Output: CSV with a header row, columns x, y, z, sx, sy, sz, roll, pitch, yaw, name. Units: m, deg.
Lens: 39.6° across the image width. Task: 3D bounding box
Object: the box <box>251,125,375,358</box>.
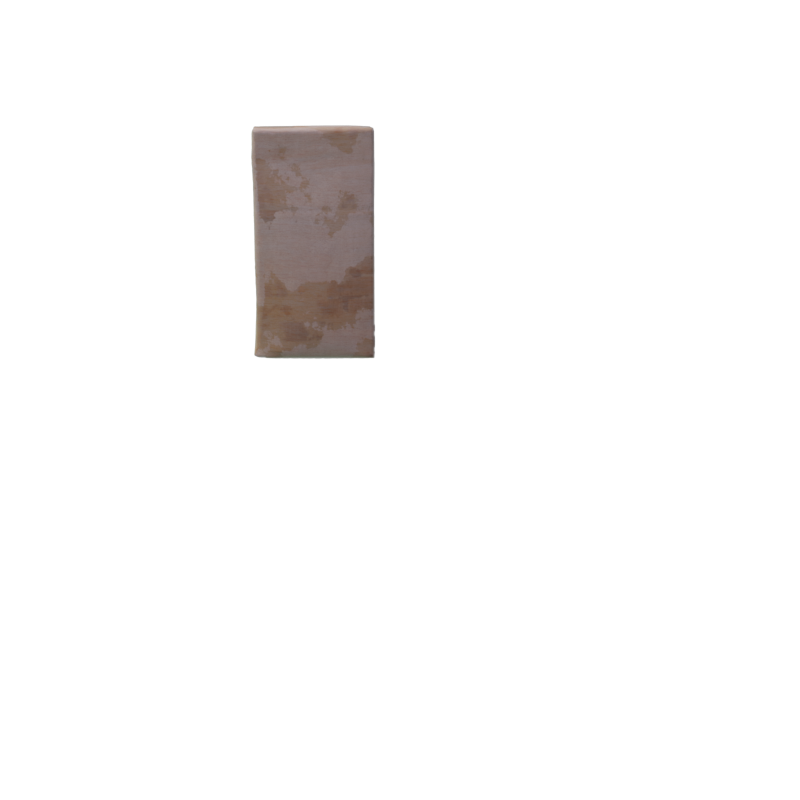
x,y,z,sx,sy,sz,roll,pitch,yaw,name
-0.066,-0.121,0.847,0.093,0.173,0.049,0,8,-3,box
